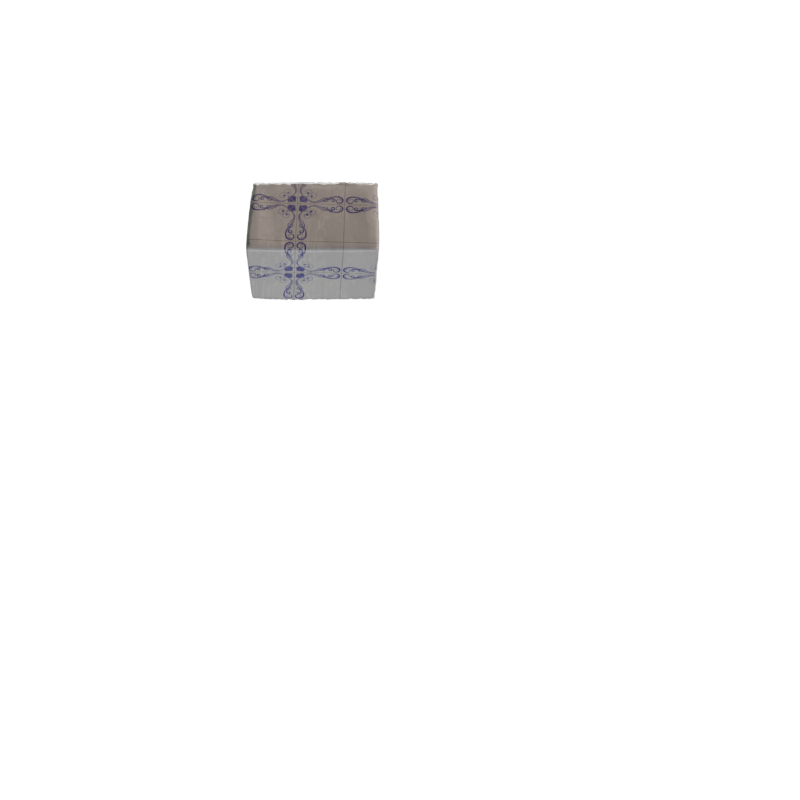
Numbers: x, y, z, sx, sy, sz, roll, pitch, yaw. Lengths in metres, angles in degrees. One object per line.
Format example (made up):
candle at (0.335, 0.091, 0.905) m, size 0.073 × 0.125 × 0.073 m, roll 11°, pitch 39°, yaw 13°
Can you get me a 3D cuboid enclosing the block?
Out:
block at (-0.053, -0.096, 0.671) m, size 0.078 × 0.055 × 0.049 m, roll 0°, pitch -34°, yaw -2°
